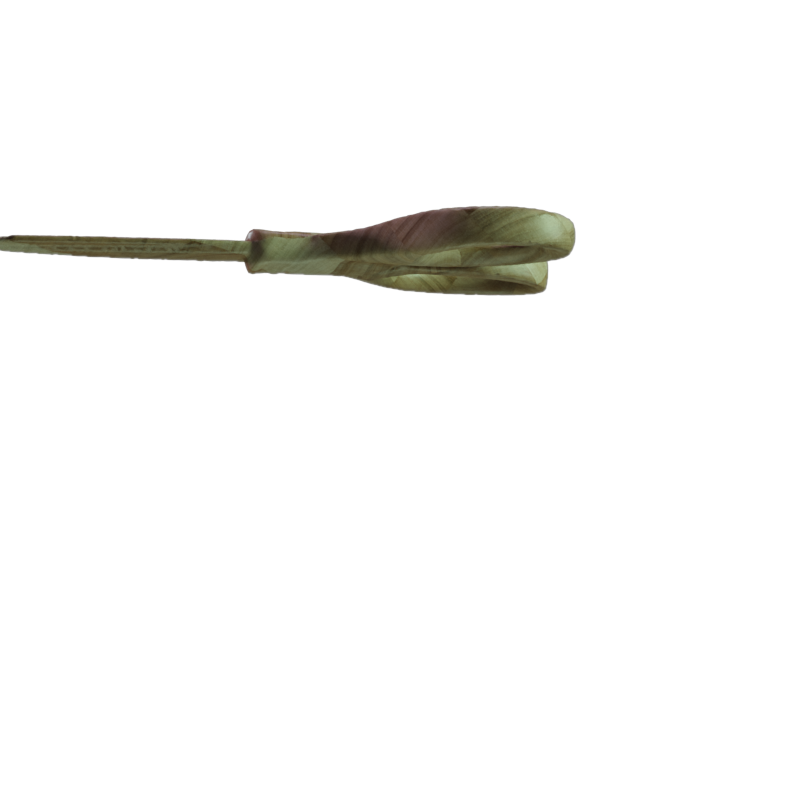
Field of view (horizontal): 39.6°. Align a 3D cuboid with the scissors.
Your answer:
[{"bbox_3d":[-0.030,-0.054,0.378,0.195,0.016,0.097,3,-8,-23],"label":"scissors"}]
